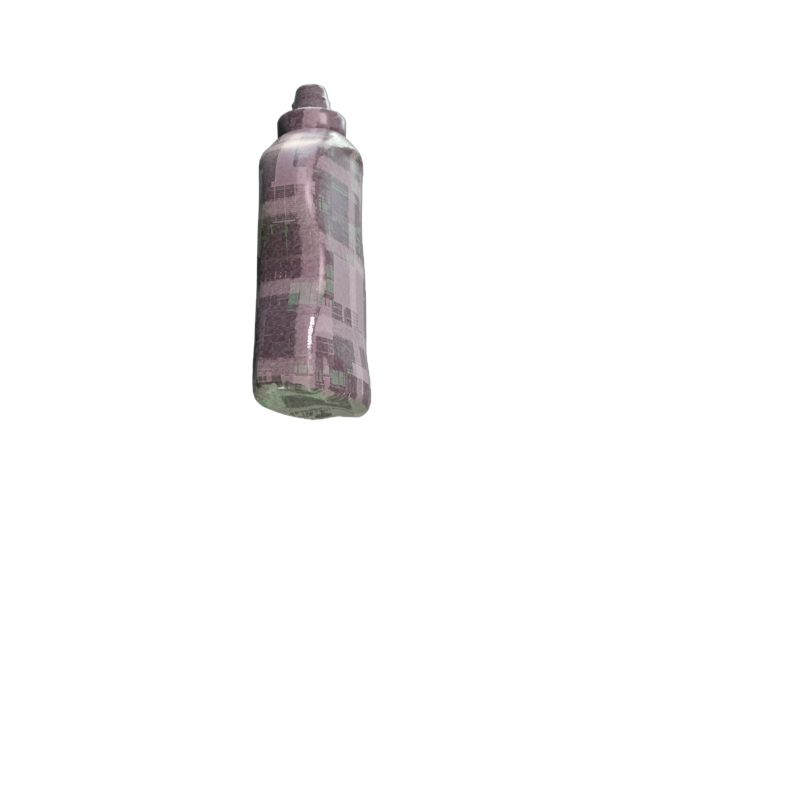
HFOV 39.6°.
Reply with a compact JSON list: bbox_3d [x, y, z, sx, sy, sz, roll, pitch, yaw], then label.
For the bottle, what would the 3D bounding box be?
[{"bbox_3d":[-0.050,-0.090,0.632,0.059,0.200,0.090,-7,-17,18],"label":"bottle"}]
